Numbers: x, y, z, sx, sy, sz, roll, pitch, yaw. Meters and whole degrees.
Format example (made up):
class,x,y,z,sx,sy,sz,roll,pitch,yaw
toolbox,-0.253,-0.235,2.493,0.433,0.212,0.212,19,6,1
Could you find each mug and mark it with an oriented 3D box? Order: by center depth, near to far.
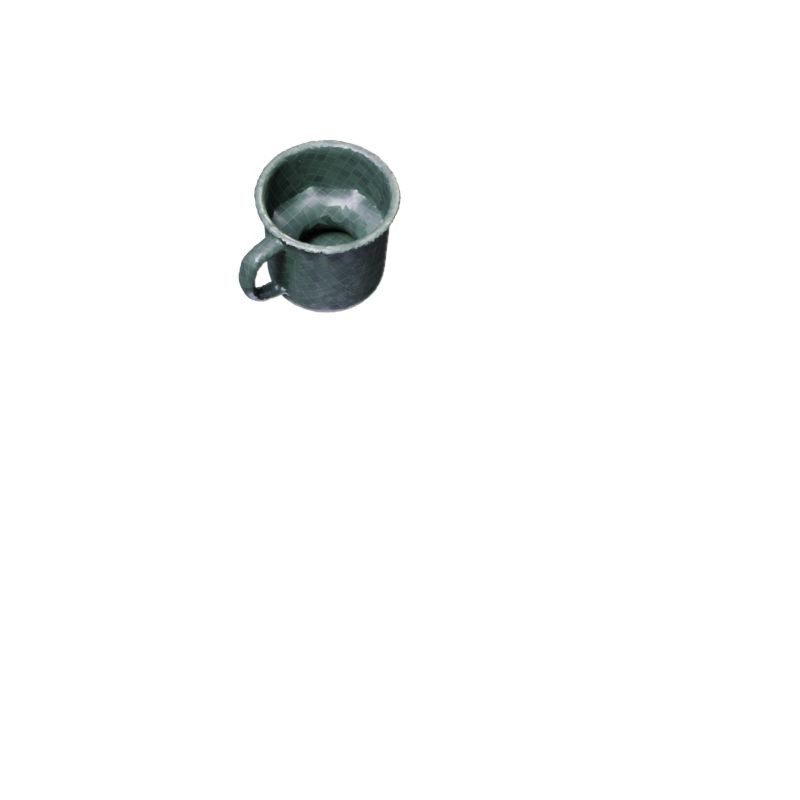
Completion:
class,x,y,z,sx,sy,sz,roll,pitch,yaw
mug,-0.057,-0.104,0.732,0.118,0.099,0.076,-39,-24,-24
